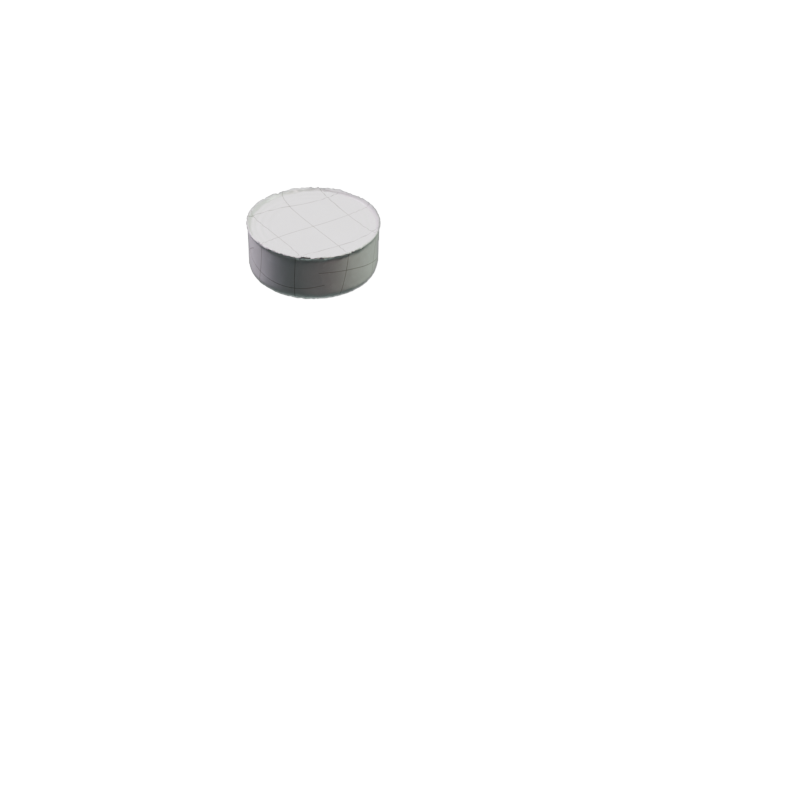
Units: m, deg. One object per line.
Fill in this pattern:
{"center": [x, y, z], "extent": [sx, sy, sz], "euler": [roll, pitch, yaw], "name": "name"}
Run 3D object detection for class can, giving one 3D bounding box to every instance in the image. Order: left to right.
{"center": [-0.056, -0.102, 0.717], "extent": [0.086, 0.031, 0.092], "euler": [-1, 38, -2], "name": "can"}
